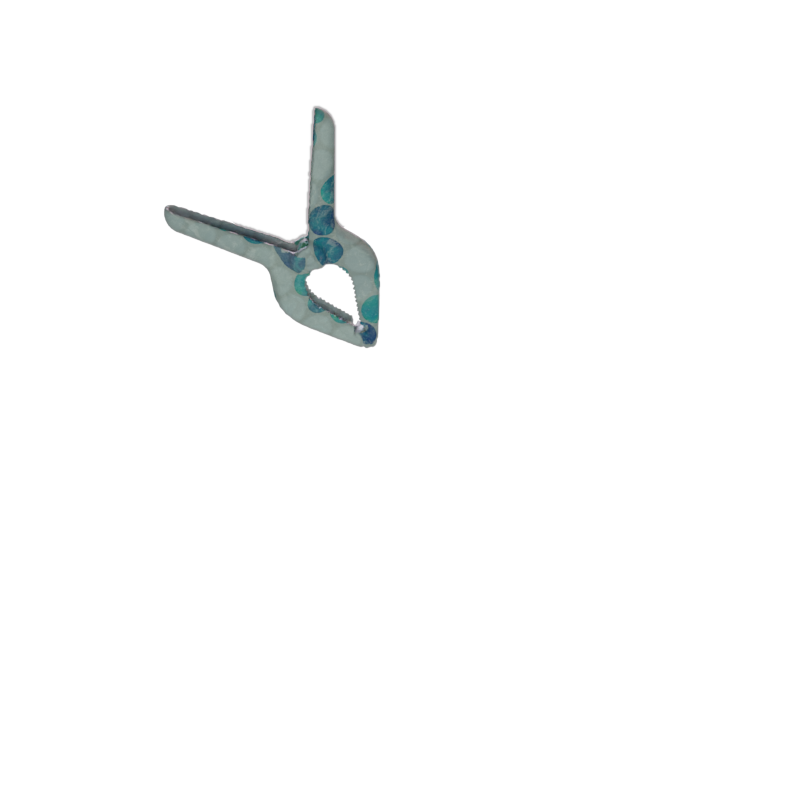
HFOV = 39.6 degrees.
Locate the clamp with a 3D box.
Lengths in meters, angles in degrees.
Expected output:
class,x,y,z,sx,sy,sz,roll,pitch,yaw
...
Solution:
class,x,y,z,sx,sy,sz,roll,pitch,yaw
clamp,-0.074,-0.135,0.944,0.163,0.201,0.038,-38,18,14
